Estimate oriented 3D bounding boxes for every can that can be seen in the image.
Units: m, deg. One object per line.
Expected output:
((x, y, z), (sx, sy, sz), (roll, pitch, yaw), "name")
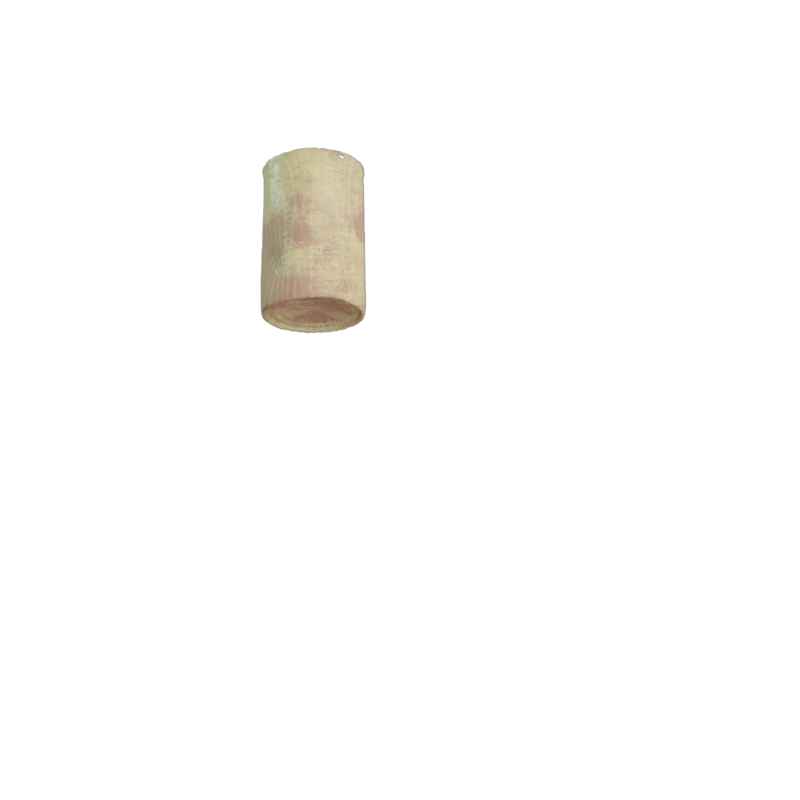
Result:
((-0.056, -0.102, 0.713), (0.068, 0.108, 0.065), (0, -22, -2), "can")
